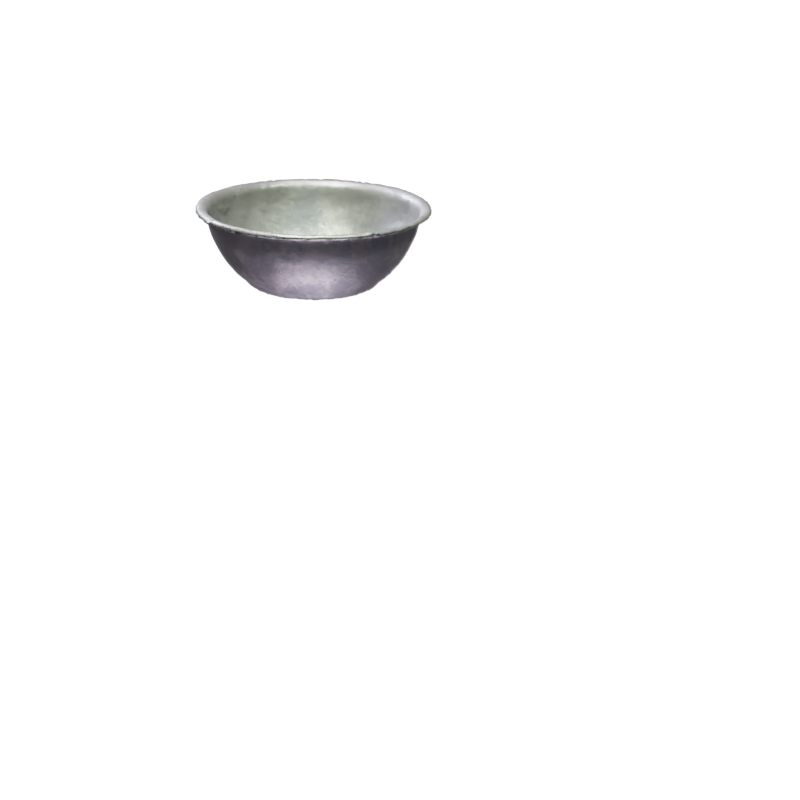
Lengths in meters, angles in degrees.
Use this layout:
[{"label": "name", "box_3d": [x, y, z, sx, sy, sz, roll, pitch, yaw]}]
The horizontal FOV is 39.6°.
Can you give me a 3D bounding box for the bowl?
[{"label": "bowl", "box_3d": [-0.060, -0.109, 0.765, 0.162, 0.053, 0.170, -1, 23, -2]}]
